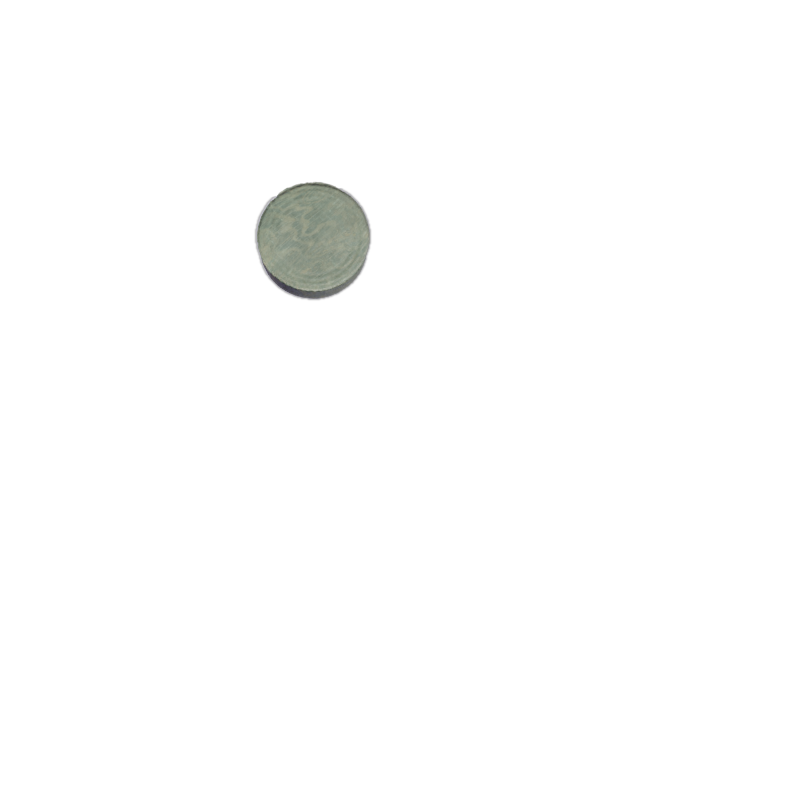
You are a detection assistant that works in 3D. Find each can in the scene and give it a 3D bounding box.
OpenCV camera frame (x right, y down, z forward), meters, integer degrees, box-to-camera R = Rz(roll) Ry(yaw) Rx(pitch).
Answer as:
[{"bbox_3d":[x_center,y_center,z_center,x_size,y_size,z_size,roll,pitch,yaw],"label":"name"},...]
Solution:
[{"bbox_3d":[-0.066,-0.121,0.847,0.086,0.089,0.032,0,-14,-1],"label":"can"}]
